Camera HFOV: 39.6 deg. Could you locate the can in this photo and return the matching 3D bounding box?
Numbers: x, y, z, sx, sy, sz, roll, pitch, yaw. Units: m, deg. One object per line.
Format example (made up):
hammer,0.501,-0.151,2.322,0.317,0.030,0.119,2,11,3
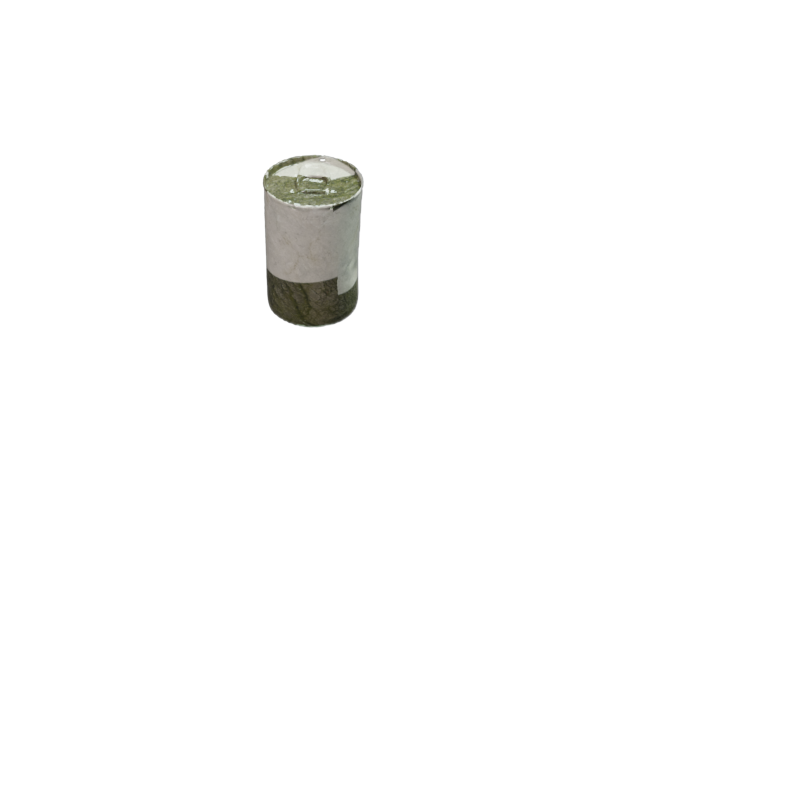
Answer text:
can,-0.060,-0.110,0.773,0.068,0.095,0.073,0,38,-3
